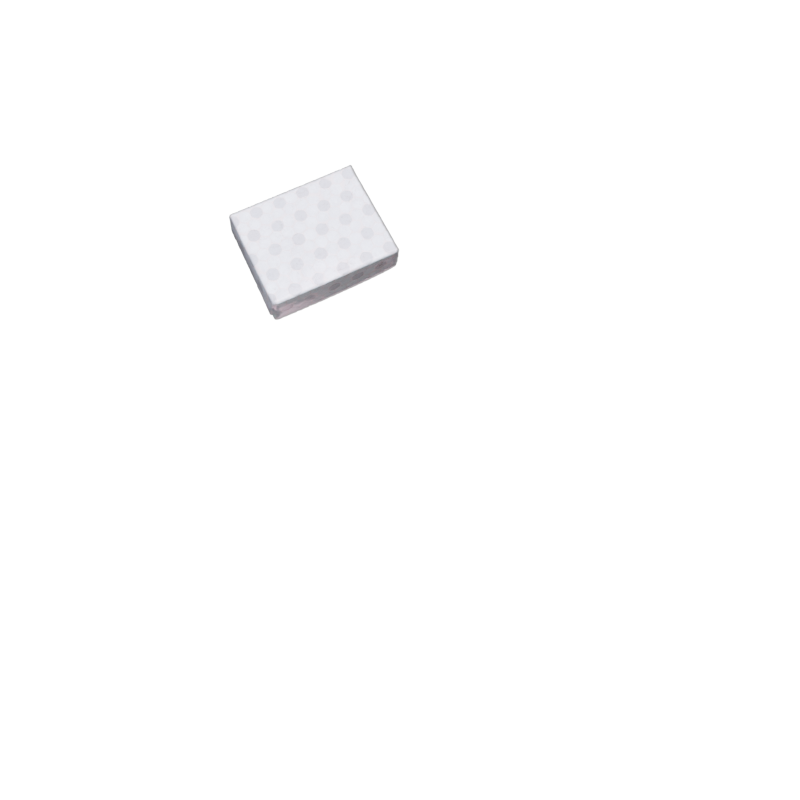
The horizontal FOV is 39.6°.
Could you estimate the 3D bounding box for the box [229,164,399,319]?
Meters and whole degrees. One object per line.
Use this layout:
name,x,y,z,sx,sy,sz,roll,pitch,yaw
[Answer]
box,-0.070,-0.128,0.900,0.113,0.095,0.037,-24,-23,-11
